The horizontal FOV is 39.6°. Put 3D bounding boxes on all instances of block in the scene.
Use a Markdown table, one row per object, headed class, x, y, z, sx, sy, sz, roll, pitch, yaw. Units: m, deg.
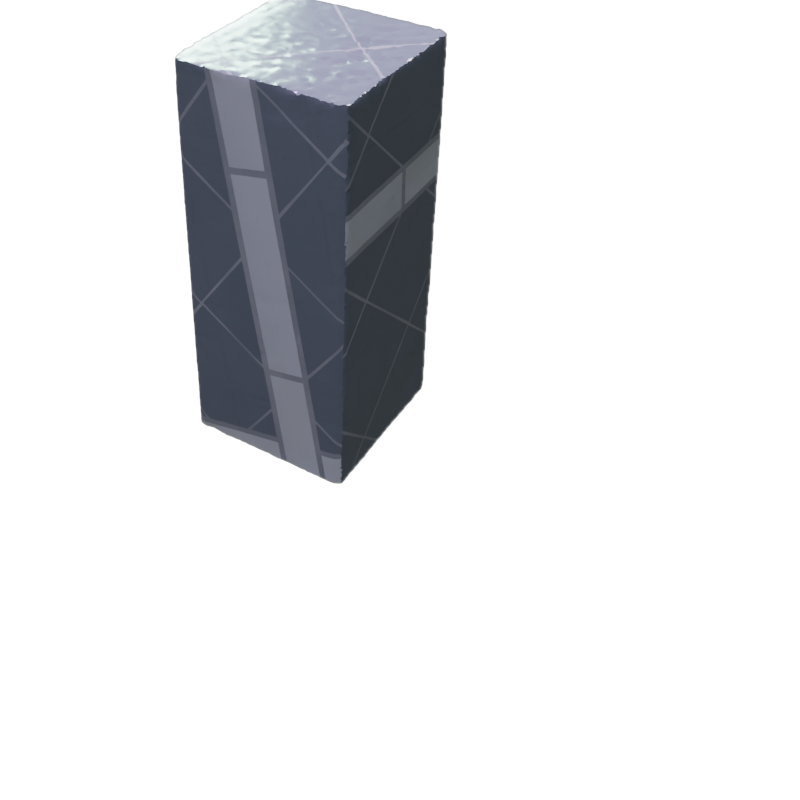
| class | x | y | z | sx | sy | sz | roll | pitch | yaw |
| --- | --- | --- | --- | --- | --- | --- | --- | --- | --- |
| block | -0.042 | -0.077 | 0.535 | 0.094 | 0.193 | 0.093 | 21 | 41 | 22 |
